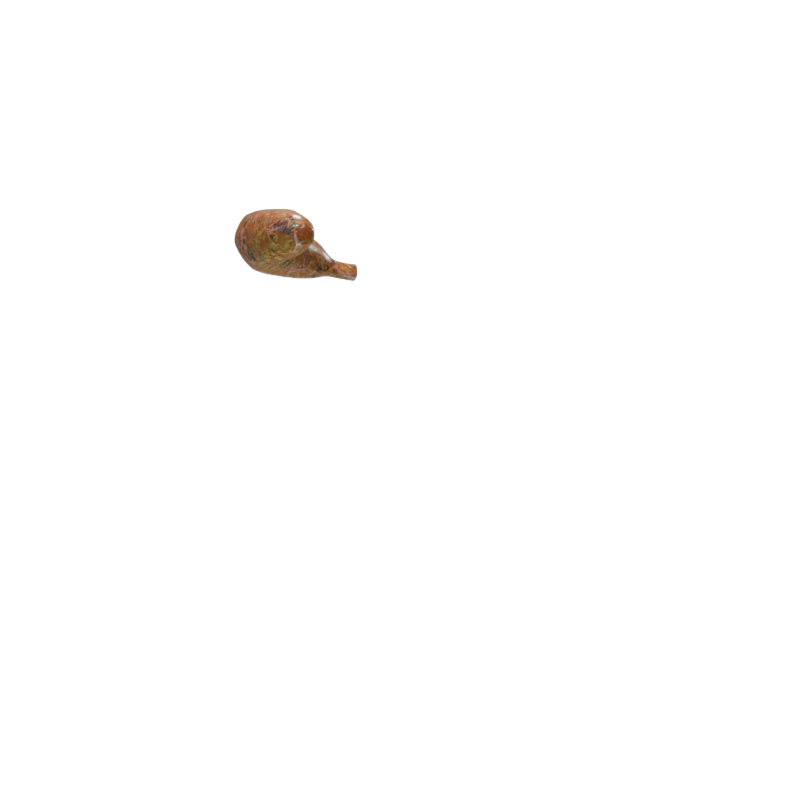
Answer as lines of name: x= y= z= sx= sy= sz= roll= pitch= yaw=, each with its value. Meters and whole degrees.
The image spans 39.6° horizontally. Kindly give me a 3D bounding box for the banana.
banana: x=-0.075 y=-0.103 z=0.730 sx=0.070 sy=0.037 sz=0.194 roll=0 pitch=1 yaw=7
